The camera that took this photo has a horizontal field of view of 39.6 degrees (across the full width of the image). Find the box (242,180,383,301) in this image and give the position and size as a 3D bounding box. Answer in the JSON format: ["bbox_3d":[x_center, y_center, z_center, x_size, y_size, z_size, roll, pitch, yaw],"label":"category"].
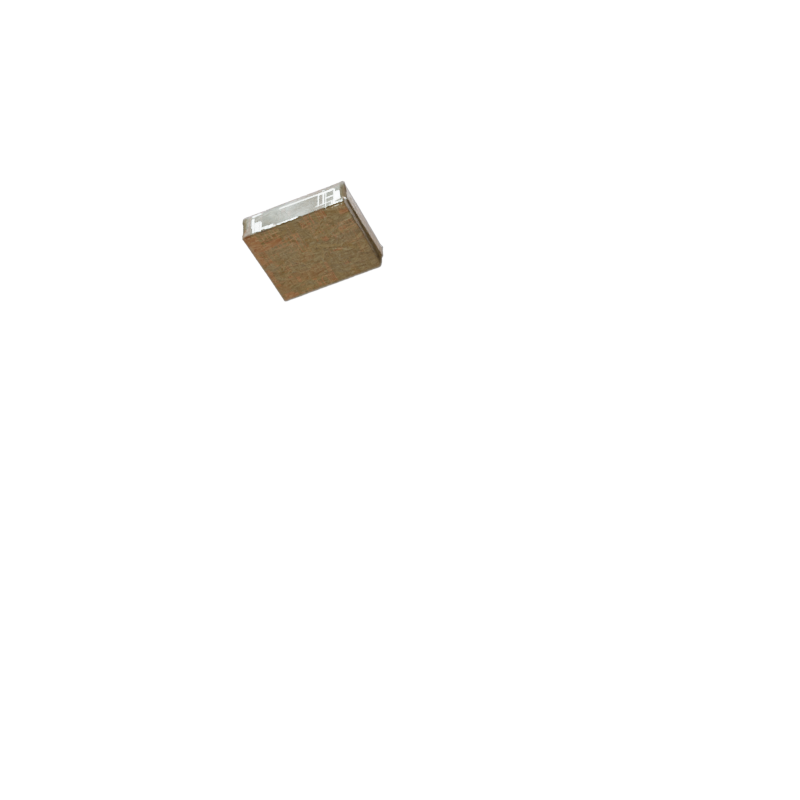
[{"bbox_3d":[-0.068,-0.123,0.865,0.090,0.032,0.068,-19,-49,16],"label":"box"}]
